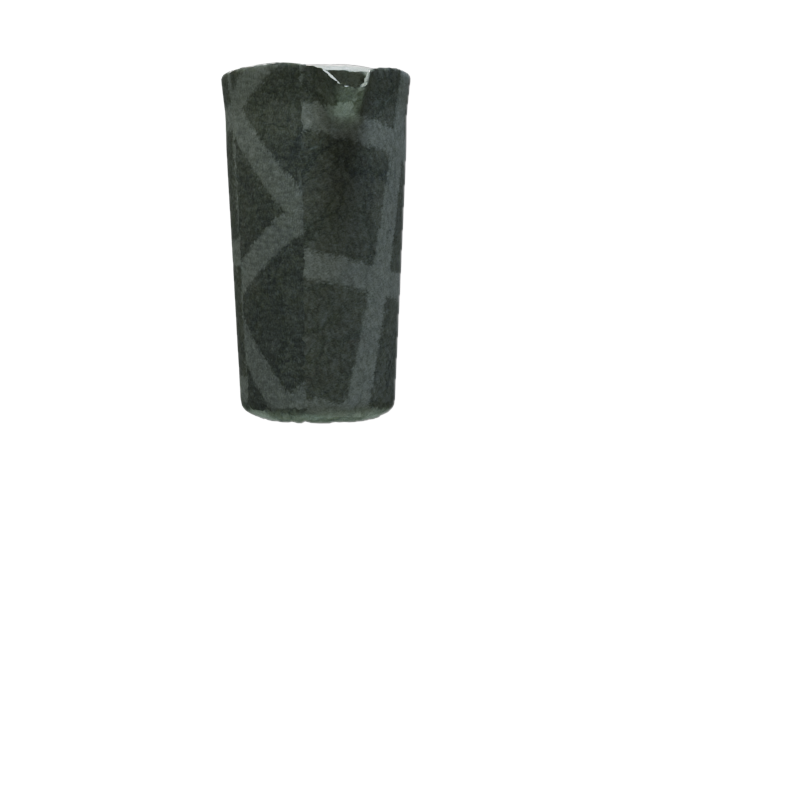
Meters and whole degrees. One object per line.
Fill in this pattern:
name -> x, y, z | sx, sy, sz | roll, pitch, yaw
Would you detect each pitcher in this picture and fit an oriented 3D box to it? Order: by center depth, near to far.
pitcher -> -0.062, -0.112, 0.787 | 0.149, 0.244, 0.145 | 0, 0, 25
